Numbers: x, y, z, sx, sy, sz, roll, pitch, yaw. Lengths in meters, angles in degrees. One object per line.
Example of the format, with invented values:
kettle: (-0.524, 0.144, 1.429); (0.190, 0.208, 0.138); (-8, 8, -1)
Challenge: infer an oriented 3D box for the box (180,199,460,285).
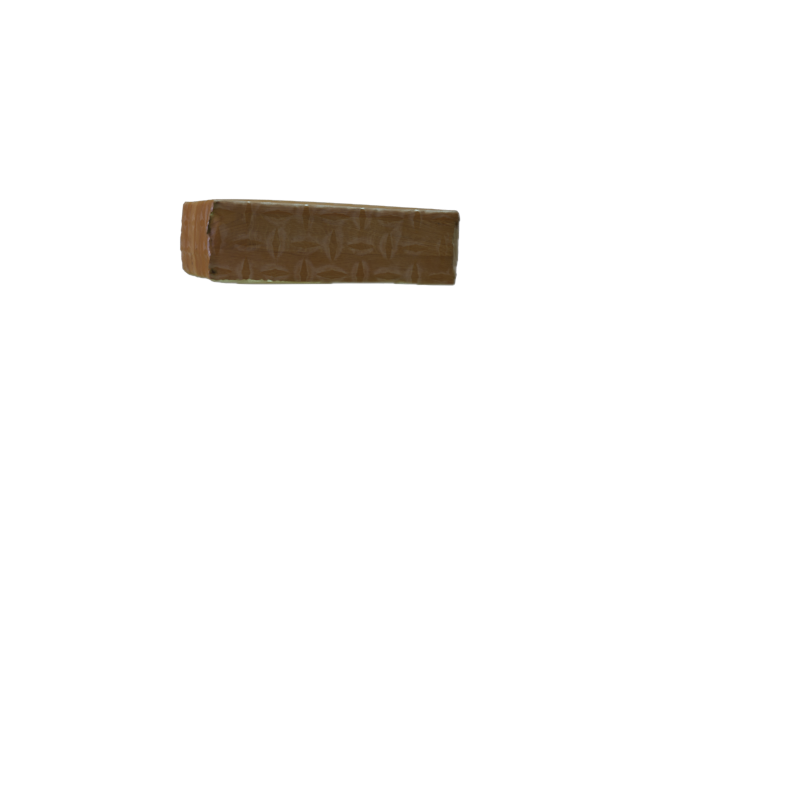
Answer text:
box: (-0.040, -0.073, 0.513); (0.111, 0.039, 0.092); (-2, 8, -16)
